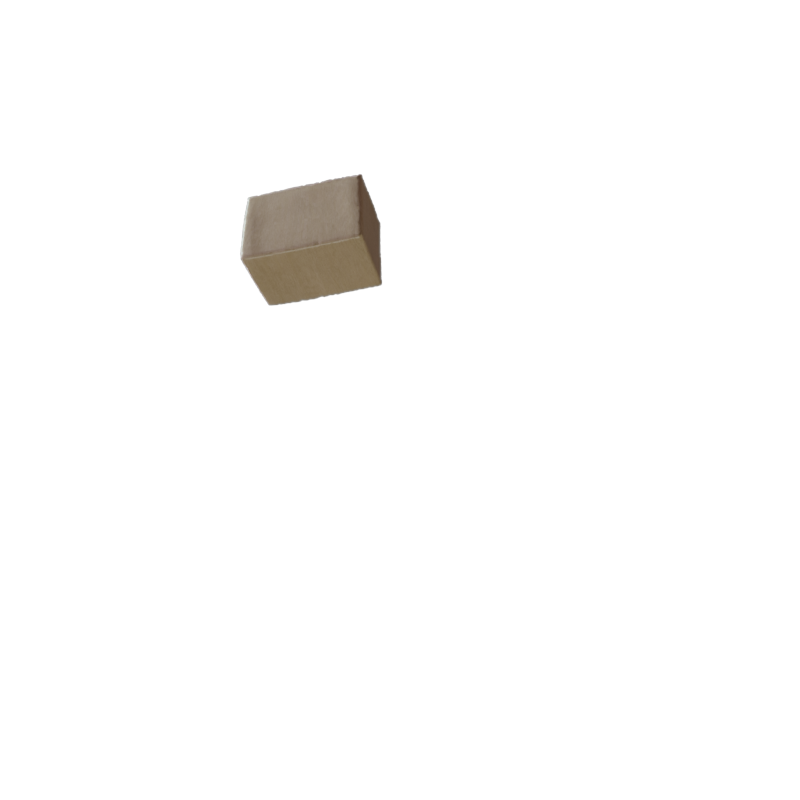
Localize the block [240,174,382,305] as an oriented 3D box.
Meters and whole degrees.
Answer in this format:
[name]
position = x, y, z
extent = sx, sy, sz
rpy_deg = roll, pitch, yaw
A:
[block]
position = -0.055, -0.099, 0.697
extent = 0.079, 0.055, 0.049
rpy_deg = -10, -37, 11
